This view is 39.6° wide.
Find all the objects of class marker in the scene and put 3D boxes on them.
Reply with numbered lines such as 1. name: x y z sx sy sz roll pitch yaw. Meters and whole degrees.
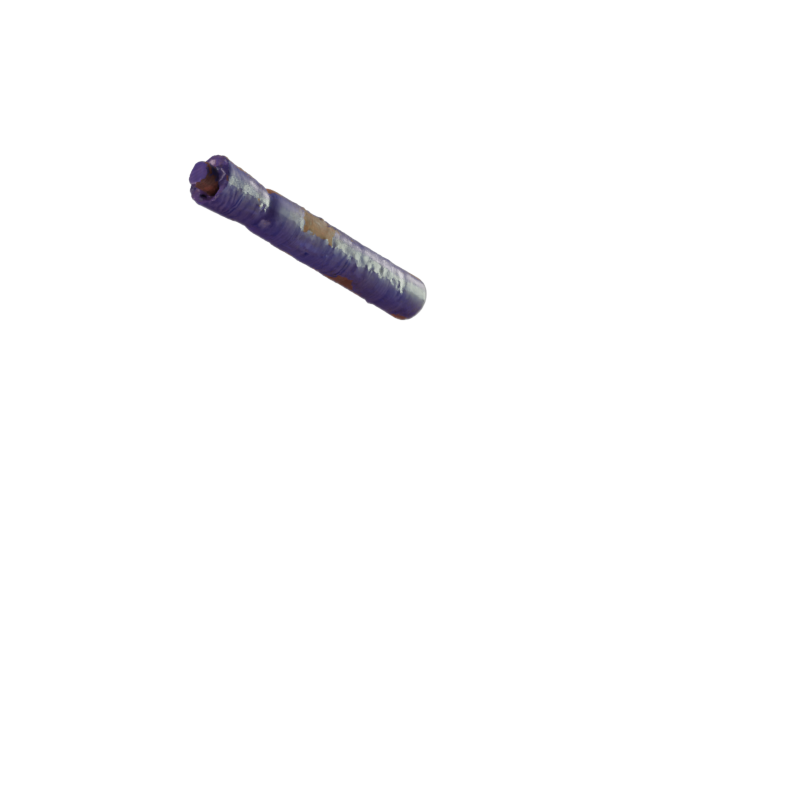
1. marker: -0.032 -0.059 0.411 0.021 0.020 0.113 4 -16 43
